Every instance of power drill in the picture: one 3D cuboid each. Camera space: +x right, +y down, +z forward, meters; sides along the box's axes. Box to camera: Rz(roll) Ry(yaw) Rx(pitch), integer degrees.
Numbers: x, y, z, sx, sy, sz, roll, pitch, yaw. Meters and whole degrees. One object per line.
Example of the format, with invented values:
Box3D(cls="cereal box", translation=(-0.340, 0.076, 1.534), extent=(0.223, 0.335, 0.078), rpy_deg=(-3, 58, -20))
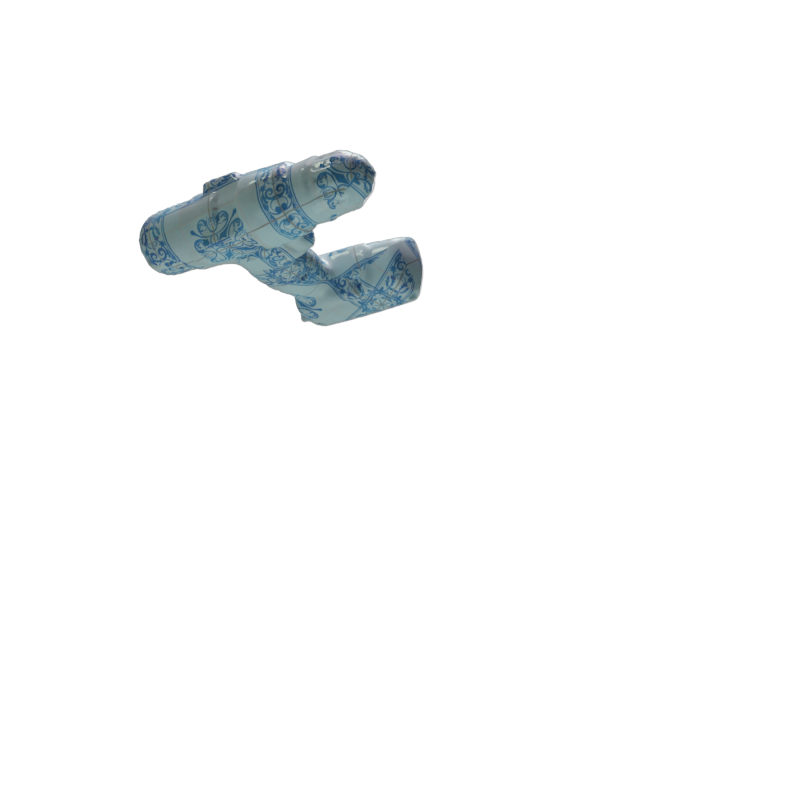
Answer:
Box3D(cls="power drill", translation=(-0.062, -0.112, 0.787), extent=(0.188, 0.060, 0.176), rpy_deg=(-11, -20, 32))
